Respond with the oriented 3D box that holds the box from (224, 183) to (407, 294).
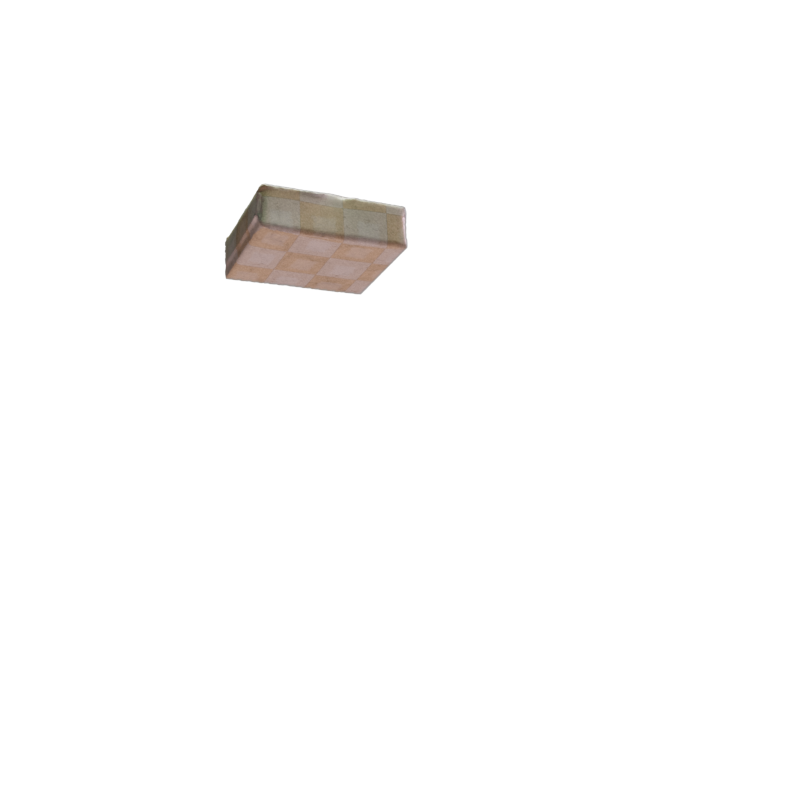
[{"bbox_3d":[-0.050,-0.092,0.641,0.087,0.032,0.071,7,-21,-19],"label":"box"}]
